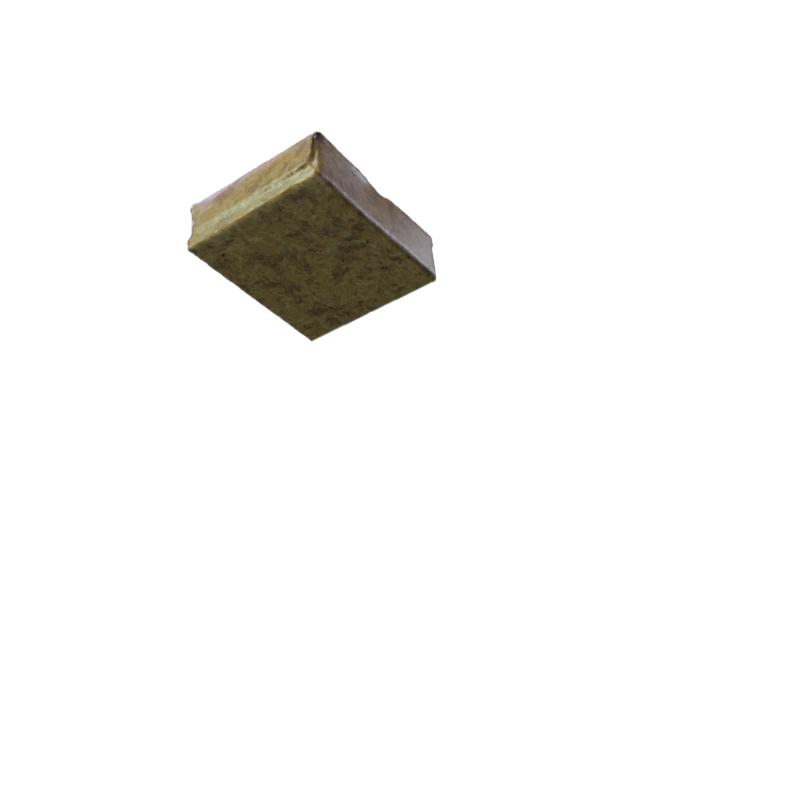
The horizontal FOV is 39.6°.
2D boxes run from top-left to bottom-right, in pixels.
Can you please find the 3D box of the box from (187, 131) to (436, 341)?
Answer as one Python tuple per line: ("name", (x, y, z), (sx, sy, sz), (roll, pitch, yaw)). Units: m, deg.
("box", (-0.039, -0.071, 0.495), (0.073, 0.032, 0.083), (-26, -45, 28))
